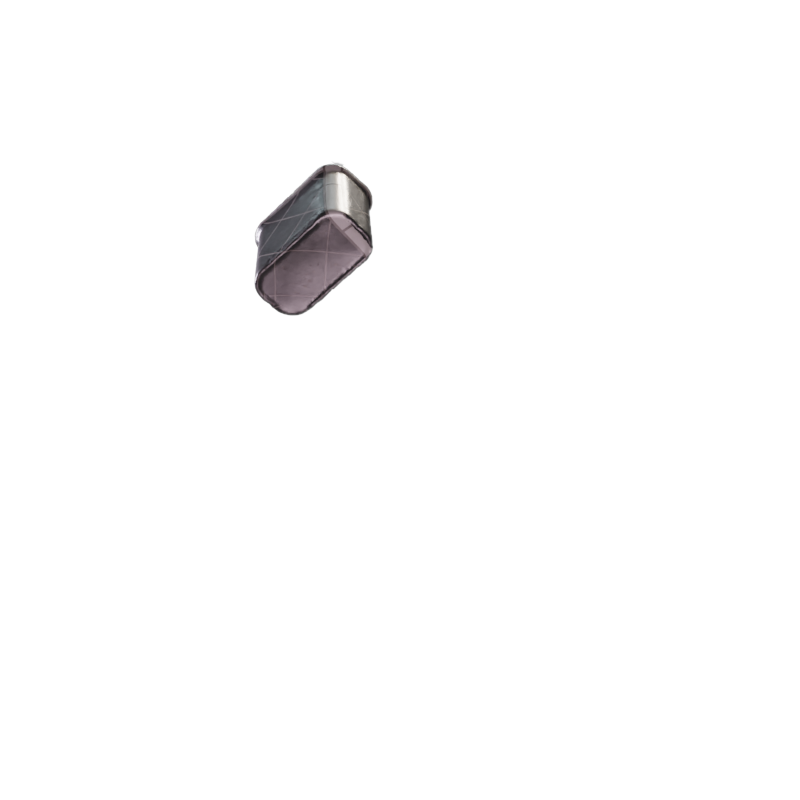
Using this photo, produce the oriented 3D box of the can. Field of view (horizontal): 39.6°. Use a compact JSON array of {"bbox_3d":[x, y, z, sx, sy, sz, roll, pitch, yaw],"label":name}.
[{"bbox_3d":[-0.068,-0.124,0.868,0.055,0.101,0.089,41,22,-24],"label":"can"}]
